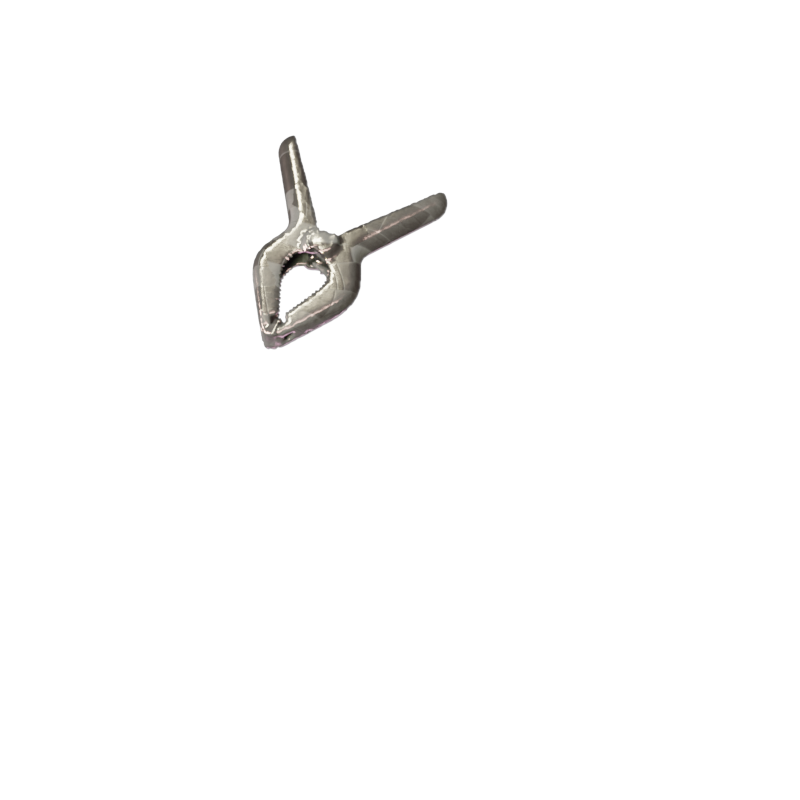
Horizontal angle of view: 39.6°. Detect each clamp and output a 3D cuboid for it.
[{"bbox_3d":[-0.076,-0.139,0.975,0.171,0.216,0.034,27,-28,15],"label":"clamp"}]
